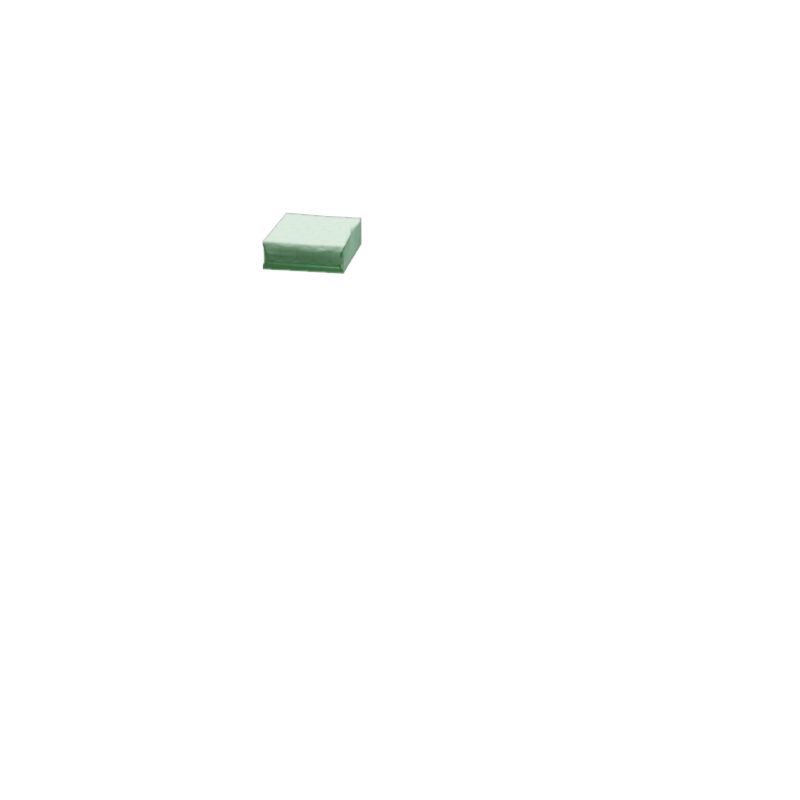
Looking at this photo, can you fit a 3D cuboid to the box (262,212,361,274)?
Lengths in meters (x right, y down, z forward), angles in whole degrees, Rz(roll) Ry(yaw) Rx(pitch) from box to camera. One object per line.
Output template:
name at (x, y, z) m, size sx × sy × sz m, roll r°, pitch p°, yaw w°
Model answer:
box at (-0.078, -0.142, 0.992) m, size 0.074 × 0.029 × 0.092 m, roll 4°, pitch 25°, yaw 9°
